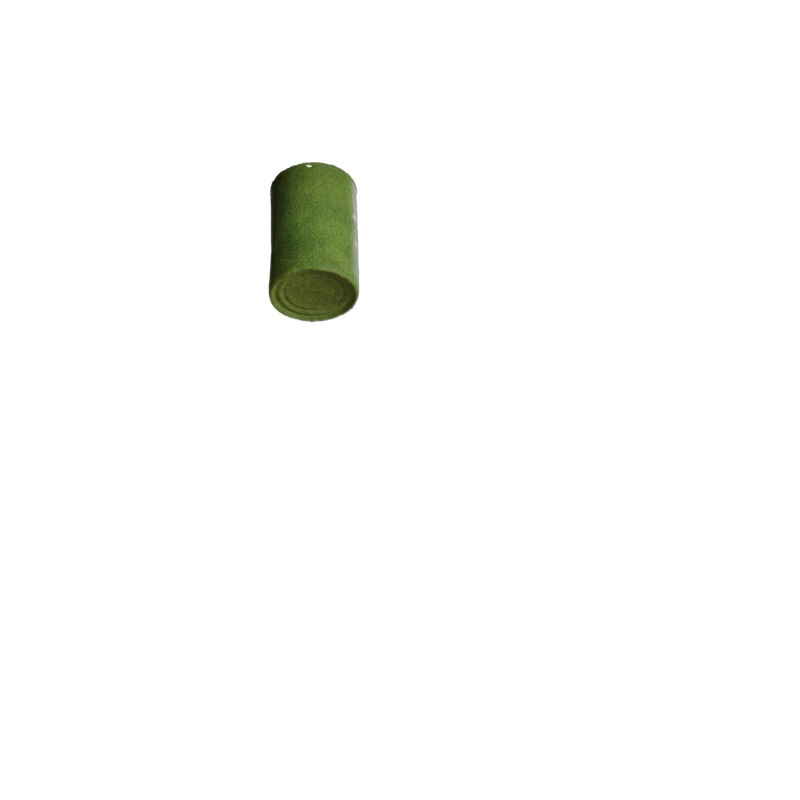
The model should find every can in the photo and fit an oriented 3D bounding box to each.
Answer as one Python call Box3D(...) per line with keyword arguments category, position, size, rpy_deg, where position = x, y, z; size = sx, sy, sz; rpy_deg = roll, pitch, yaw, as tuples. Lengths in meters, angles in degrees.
Box3D(category="can", position=(-0.065, -0.119, 0.831), size=(0.068, 0.109, 0.064), rpy_deg=(-1, -36, -2))
